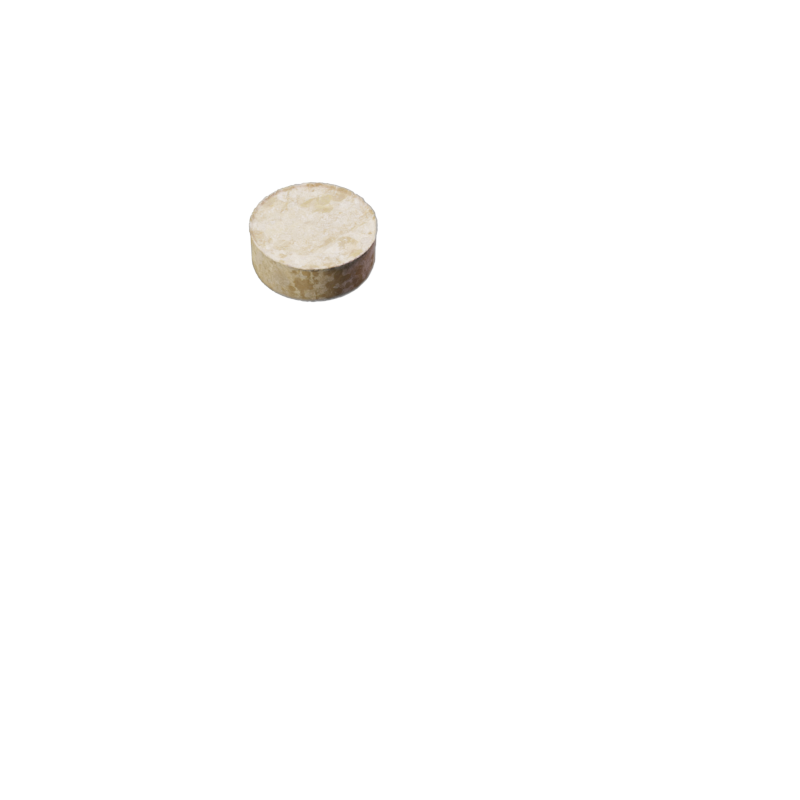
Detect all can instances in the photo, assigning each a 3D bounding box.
[{"bbox_3d":[-0.058,-0.107,0.746,0.086,0.092,0.031,-1,-43,-1],"label":"can"}]
